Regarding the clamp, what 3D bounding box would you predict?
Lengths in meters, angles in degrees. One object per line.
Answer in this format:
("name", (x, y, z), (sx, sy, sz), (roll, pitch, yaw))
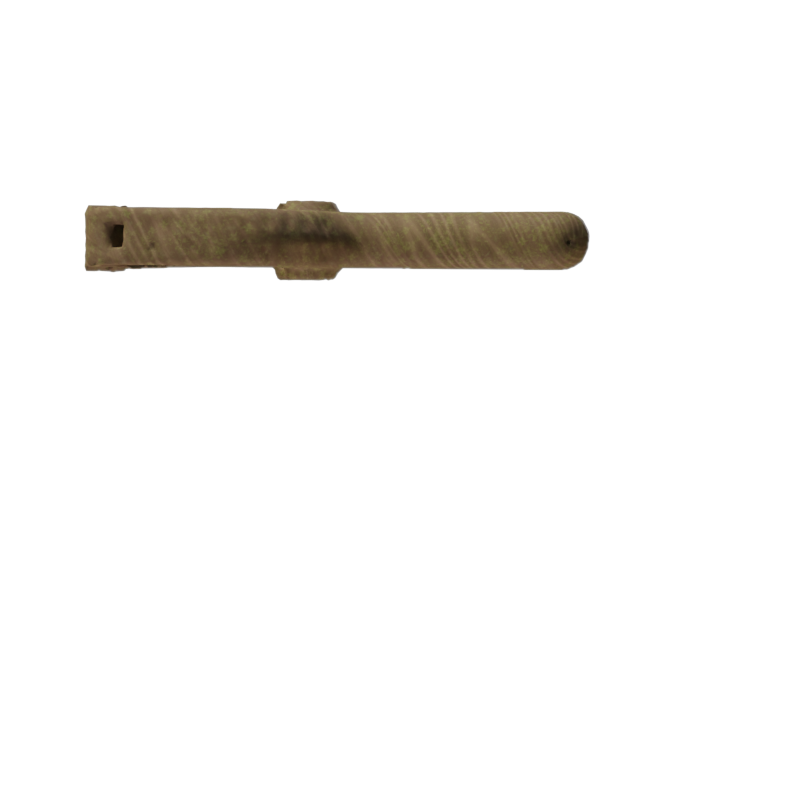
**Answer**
("clamp", (-0.041, -0.075, 0.523), (0.207, 0.036, 0.168), (-1, 6, -12))
